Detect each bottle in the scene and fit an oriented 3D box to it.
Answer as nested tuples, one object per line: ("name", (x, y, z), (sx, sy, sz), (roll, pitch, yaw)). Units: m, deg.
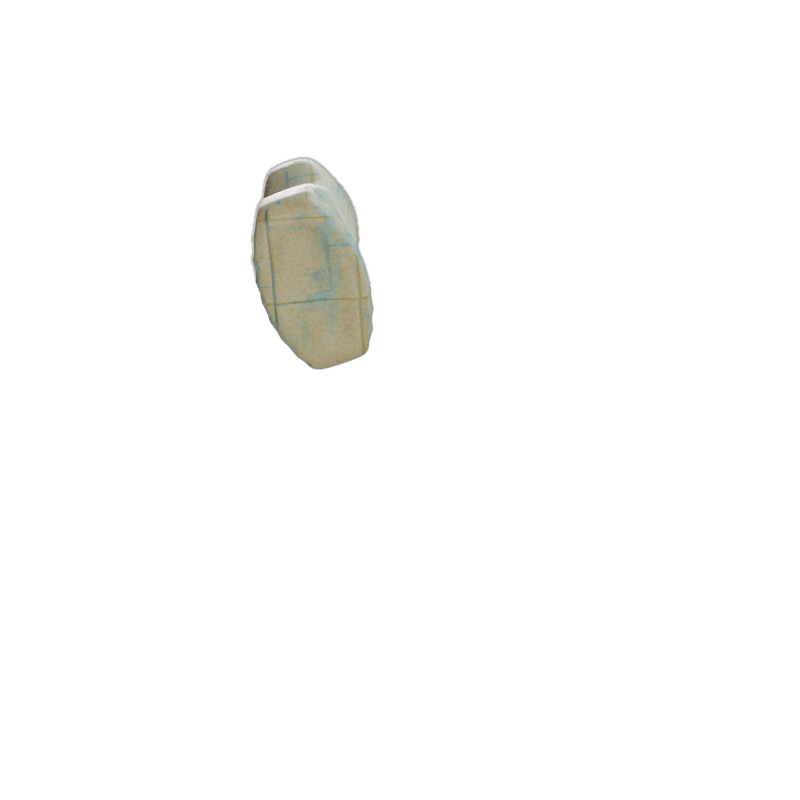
("bottle", (-0.053, -0.095, 0.668), (0.058, 0.092, 0.200), (-20, 21, 4))
